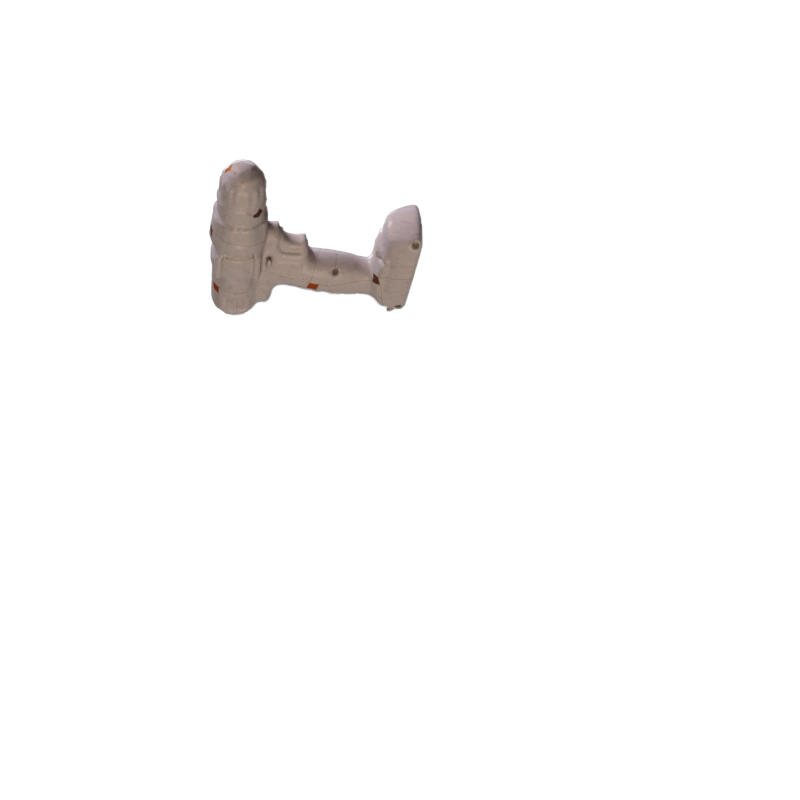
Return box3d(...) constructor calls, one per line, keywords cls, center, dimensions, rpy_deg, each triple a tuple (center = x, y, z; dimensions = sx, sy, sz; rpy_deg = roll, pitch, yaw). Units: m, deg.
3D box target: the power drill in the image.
box3d(cls="power drill", center=(-0.078, -0.143, 1.000), dimensions=(0.186, 0.061, 0.174), rpy_deg=(4, -35, -7))
